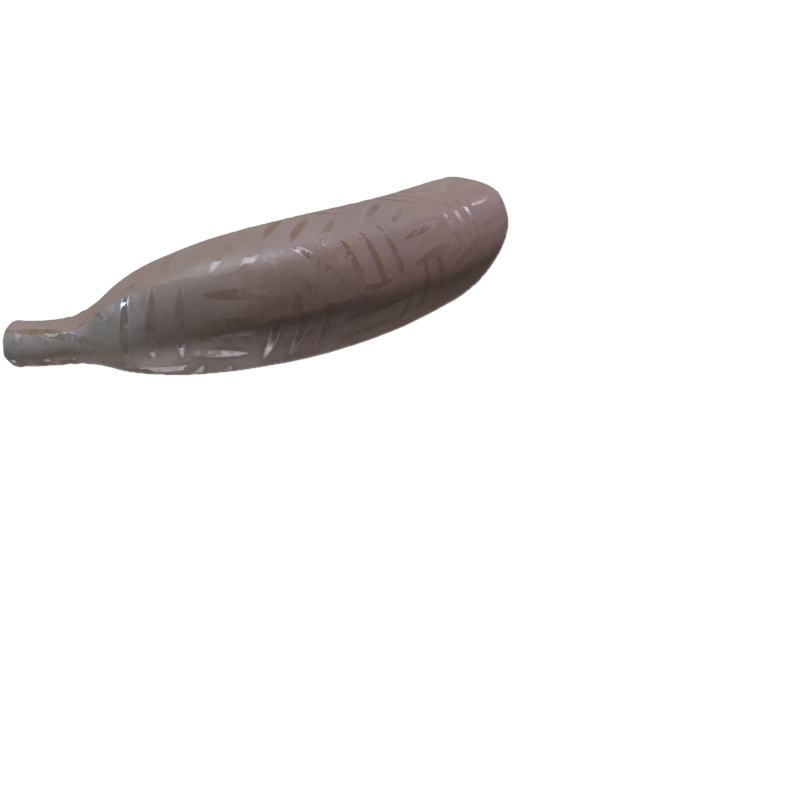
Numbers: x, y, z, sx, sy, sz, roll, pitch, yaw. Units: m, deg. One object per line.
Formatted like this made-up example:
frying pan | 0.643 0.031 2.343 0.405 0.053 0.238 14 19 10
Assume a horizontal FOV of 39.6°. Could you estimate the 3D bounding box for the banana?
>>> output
banana | -0.015 -0.043 0.330 0.073 0.035 0.195 17 27 38
